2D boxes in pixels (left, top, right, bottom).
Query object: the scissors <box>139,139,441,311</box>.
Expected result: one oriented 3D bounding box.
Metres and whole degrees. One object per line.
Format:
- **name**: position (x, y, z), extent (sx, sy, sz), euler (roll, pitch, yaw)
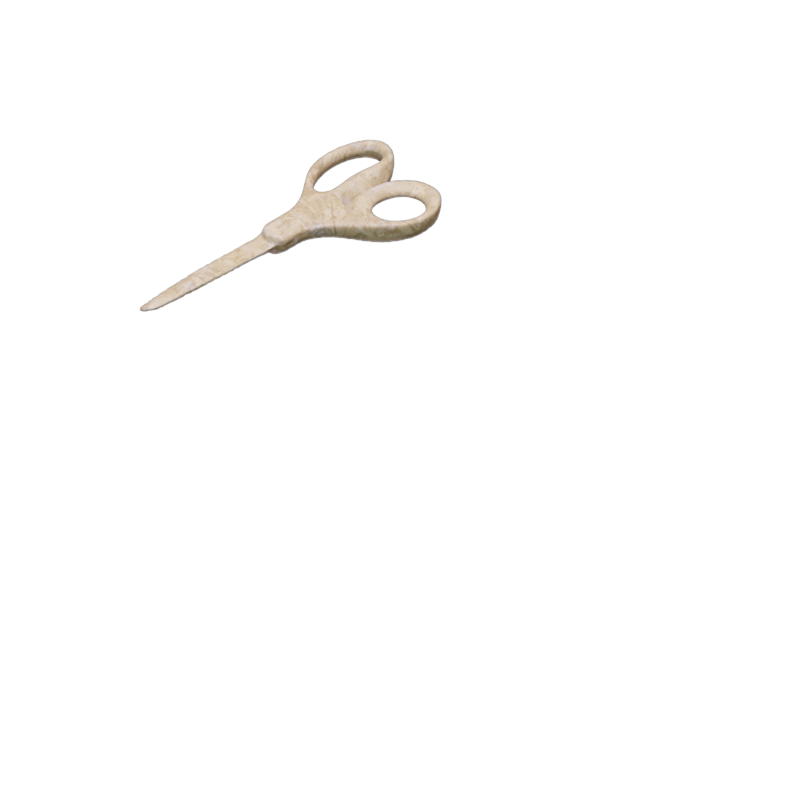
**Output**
- **scissors**: position (-0.051, -0.093, 0.649), extent (0.101, 0.015, 0.207), euler (23, 50, 21)
